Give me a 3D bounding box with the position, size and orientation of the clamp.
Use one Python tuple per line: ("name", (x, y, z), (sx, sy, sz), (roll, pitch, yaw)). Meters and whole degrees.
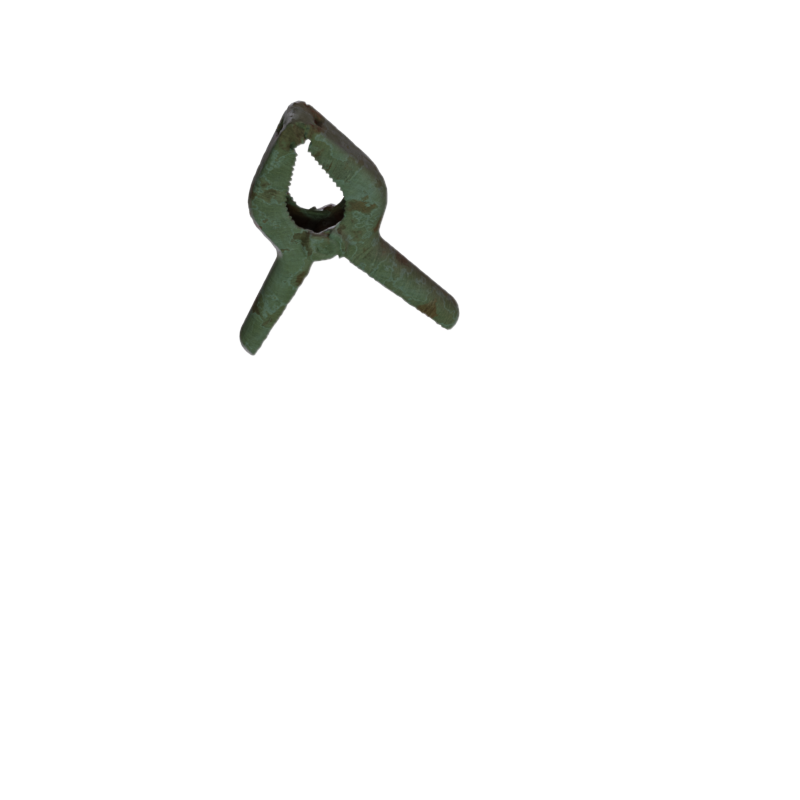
("clamp", (-0.061, -0.111, 0.776), (0.166, 0.194, 0.039), (-13, 41, 11))
